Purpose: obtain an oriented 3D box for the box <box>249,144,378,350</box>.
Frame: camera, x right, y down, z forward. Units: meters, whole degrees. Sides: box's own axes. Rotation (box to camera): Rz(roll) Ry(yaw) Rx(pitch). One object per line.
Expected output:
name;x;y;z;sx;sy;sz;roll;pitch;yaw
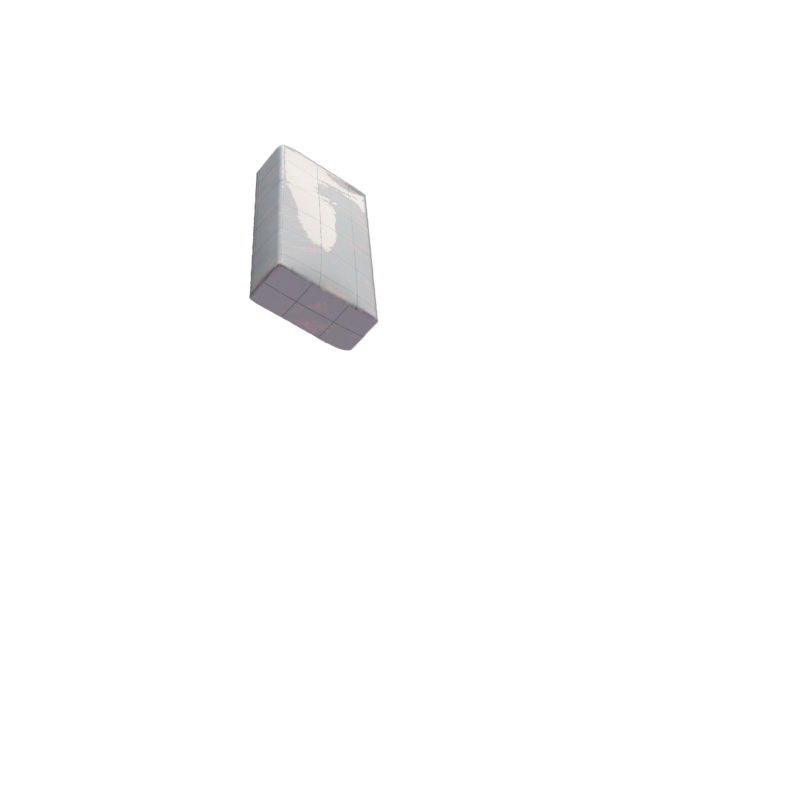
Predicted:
box;-0.069;-0.125;0.876;0.089;0.189;0.047;28;-56;-25
